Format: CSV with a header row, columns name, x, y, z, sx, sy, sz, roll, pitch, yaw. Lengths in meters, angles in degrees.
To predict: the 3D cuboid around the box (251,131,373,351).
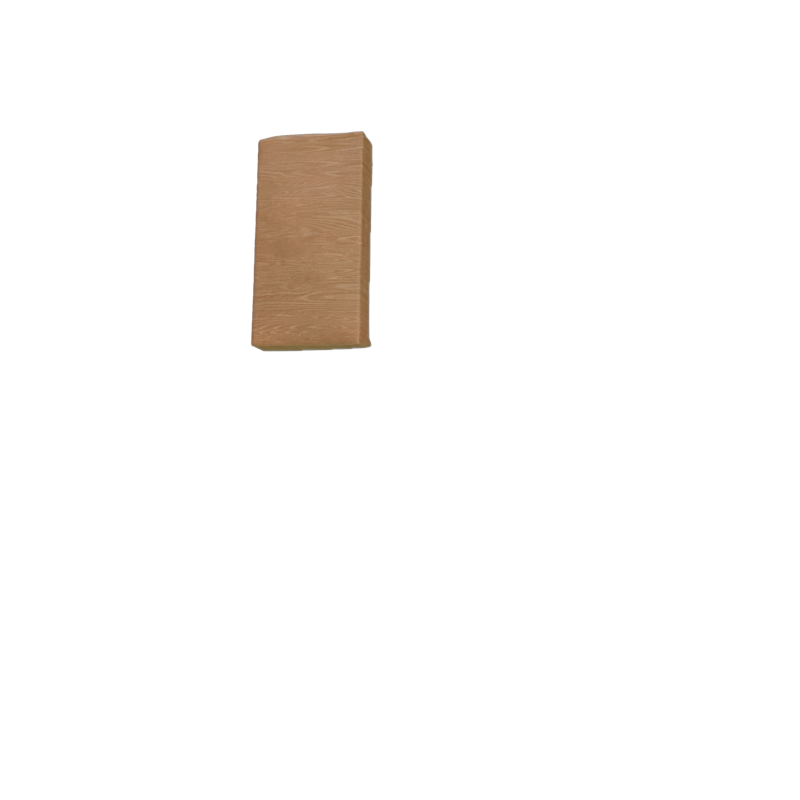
name,x,y,z,sx,sy,sz,roll,pitch,yaw
box,-0.071,-0.130,0.909,0.095,0.181,0.046,-3,-10,13
